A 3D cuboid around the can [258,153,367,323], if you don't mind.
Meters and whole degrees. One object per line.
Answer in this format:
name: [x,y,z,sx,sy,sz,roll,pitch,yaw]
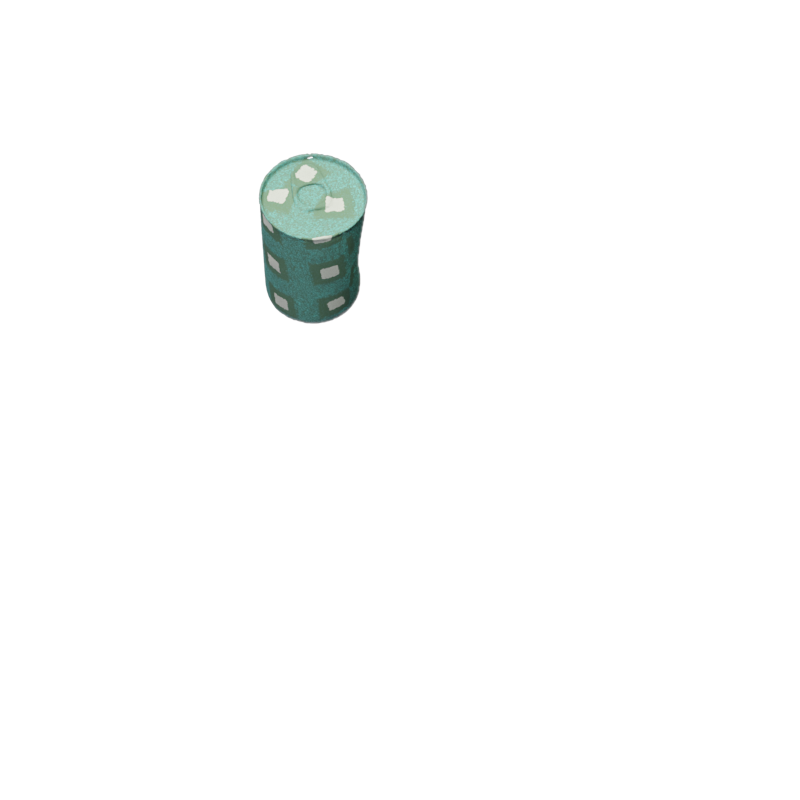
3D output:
can: [-0.057,-0.104,0.731,0.068,0.073,0.096,0,-31,-3]
